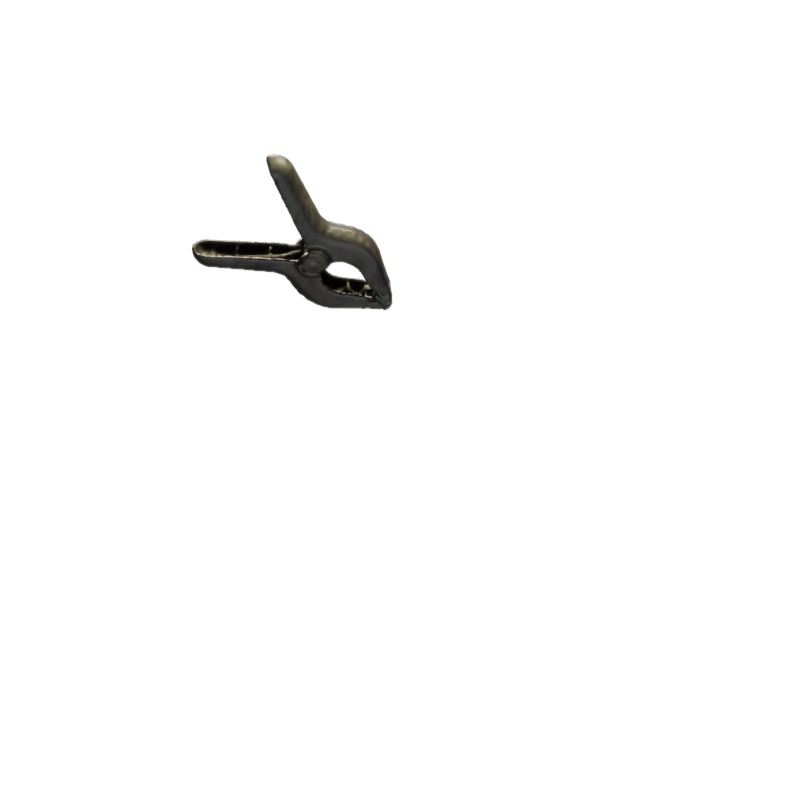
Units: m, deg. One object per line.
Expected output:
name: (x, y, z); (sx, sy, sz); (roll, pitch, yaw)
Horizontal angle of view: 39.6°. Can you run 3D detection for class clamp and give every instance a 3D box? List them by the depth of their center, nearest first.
clamp: (-0.071, -0.130, 0.907); (0.165, 0.042, 0.116); (20, -47, -21)
